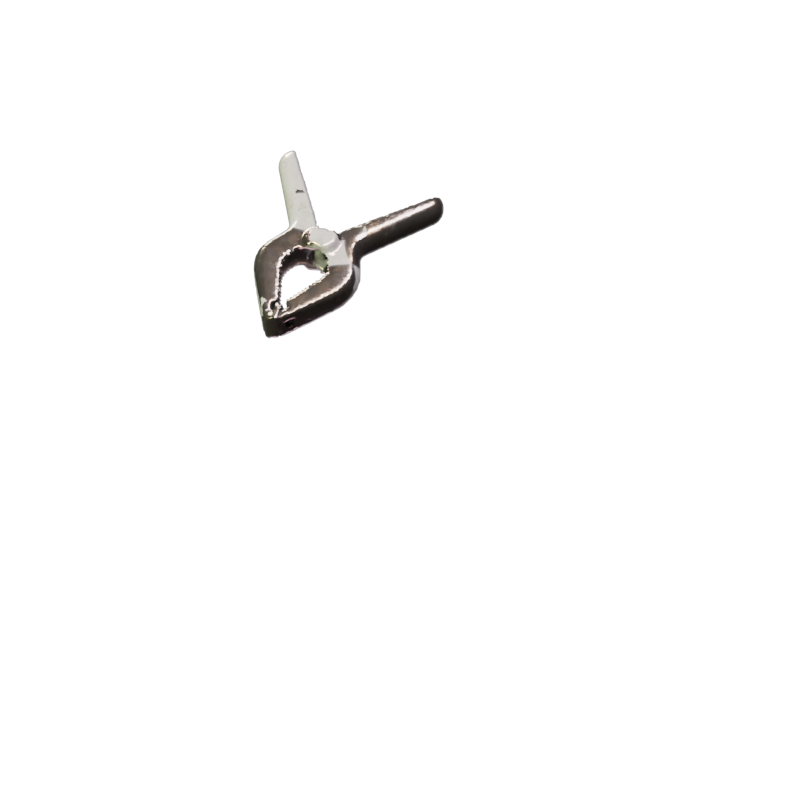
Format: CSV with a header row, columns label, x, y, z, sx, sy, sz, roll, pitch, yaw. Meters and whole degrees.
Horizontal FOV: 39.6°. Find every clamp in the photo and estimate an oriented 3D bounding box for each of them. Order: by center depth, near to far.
label,x,y,z,sx,sy,sz,roll,pitch,yaw
clamp,-0.078,-0.142,0.994,0.171,0.216,0.034,24,-36,19
